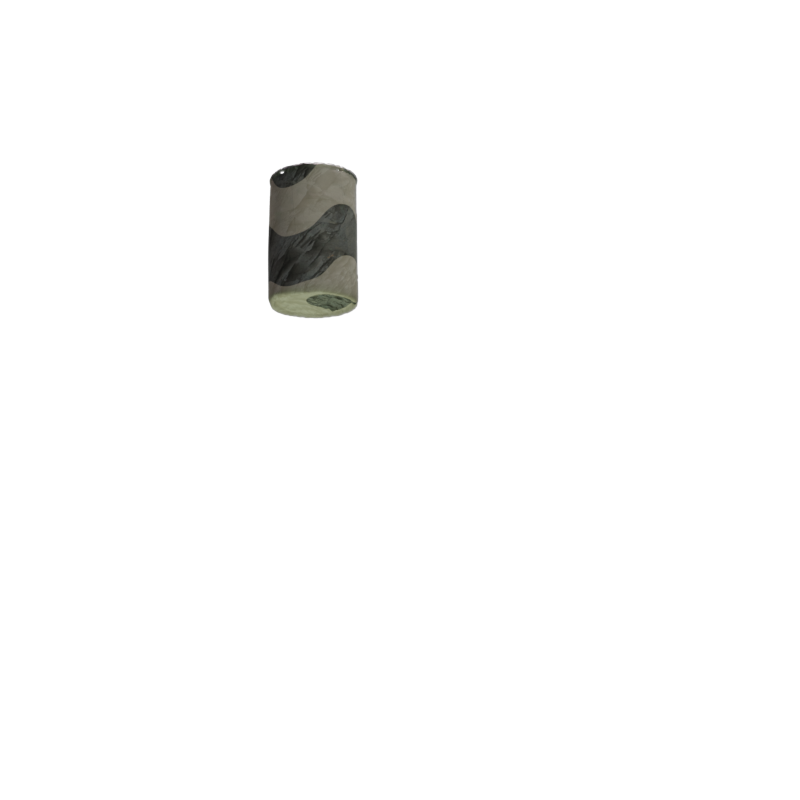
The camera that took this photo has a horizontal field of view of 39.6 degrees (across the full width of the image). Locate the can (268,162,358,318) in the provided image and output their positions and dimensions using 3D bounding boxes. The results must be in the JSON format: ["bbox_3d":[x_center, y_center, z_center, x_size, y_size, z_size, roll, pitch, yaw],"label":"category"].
[{"bbox_3d":[-0.066,-0.120,0.839,0.068,0.107,0.066,0,-18,-2],"label":"can"}]
